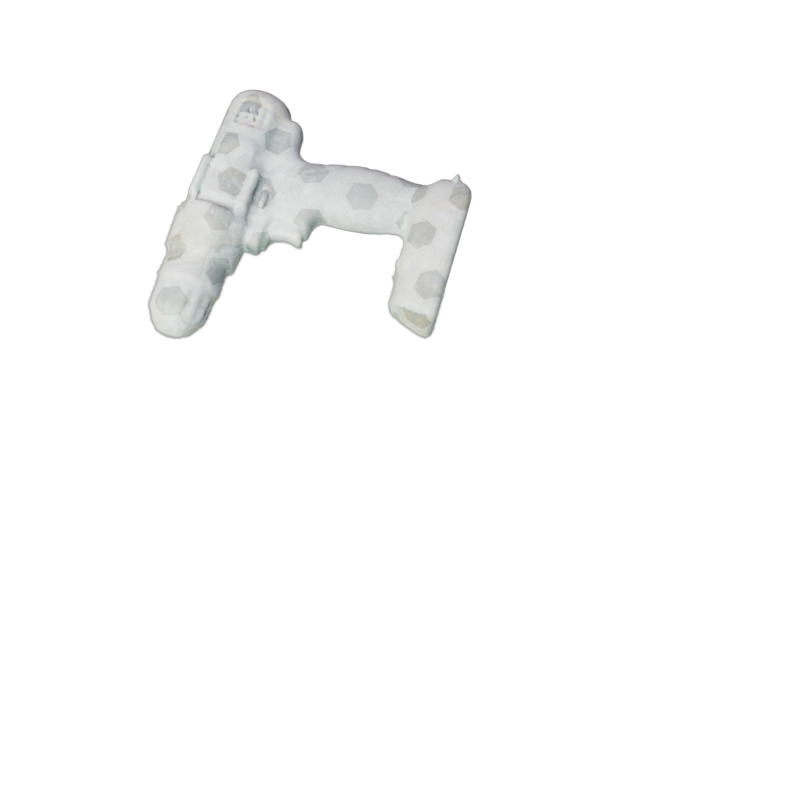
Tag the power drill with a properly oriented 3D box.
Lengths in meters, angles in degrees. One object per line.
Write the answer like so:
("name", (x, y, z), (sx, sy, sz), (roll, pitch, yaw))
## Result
("power drill", (-0.058, -0.106, 0.740), (0.190, 0.190, 0.055), (18, -18, 5))
